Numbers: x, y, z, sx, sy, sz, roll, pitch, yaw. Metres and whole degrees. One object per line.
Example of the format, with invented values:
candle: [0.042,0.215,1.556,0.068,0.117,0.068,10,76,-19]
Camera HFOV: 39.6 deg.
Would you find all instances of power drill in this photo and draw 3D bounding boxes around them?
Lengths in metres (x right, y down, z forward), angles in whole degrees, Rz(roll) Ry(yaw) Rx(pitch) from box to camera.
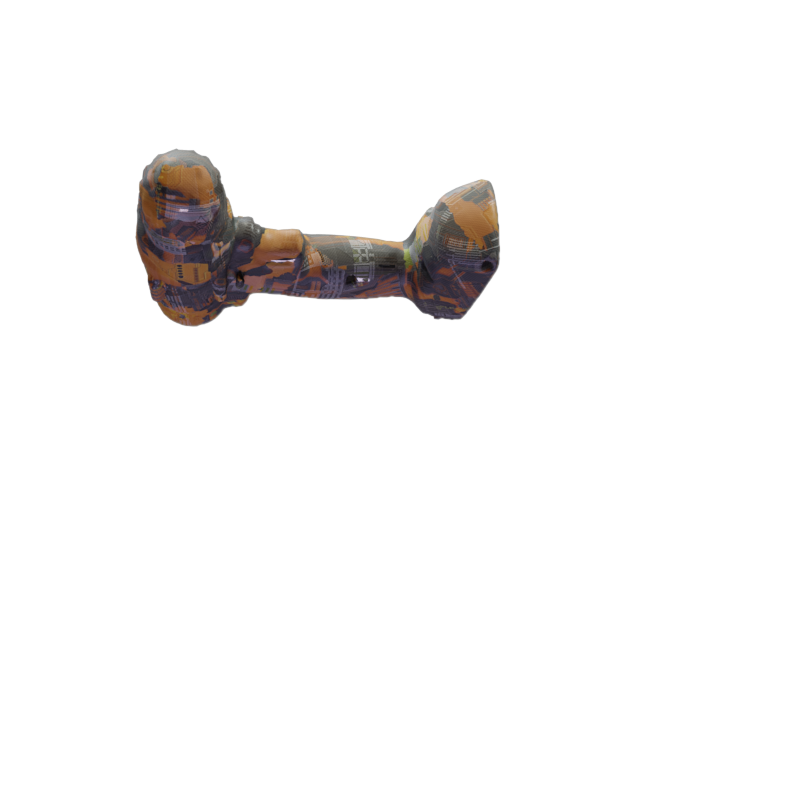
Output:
power drill: [-0.047,-0.085,0.595,0.186,0.059,0.179,1,-12,-6]
